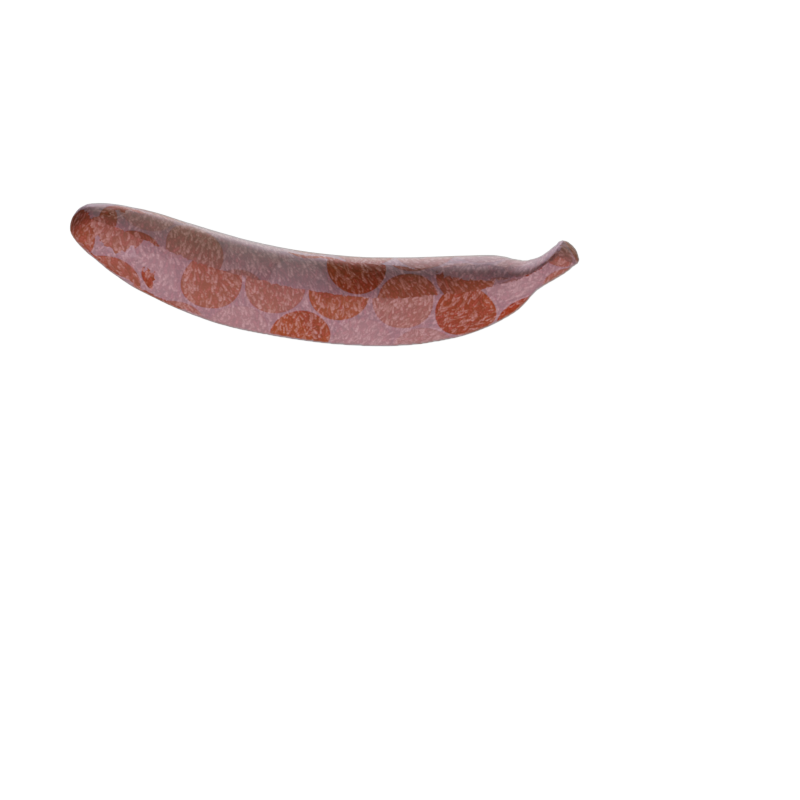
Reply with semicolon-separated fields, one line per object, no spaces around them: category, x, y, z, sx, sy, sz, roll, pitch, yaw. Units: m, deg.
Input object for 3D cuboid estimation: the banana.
banana;-0.033;-0.052;0.456;0.197;0.039;0.065;3;-42;-3
